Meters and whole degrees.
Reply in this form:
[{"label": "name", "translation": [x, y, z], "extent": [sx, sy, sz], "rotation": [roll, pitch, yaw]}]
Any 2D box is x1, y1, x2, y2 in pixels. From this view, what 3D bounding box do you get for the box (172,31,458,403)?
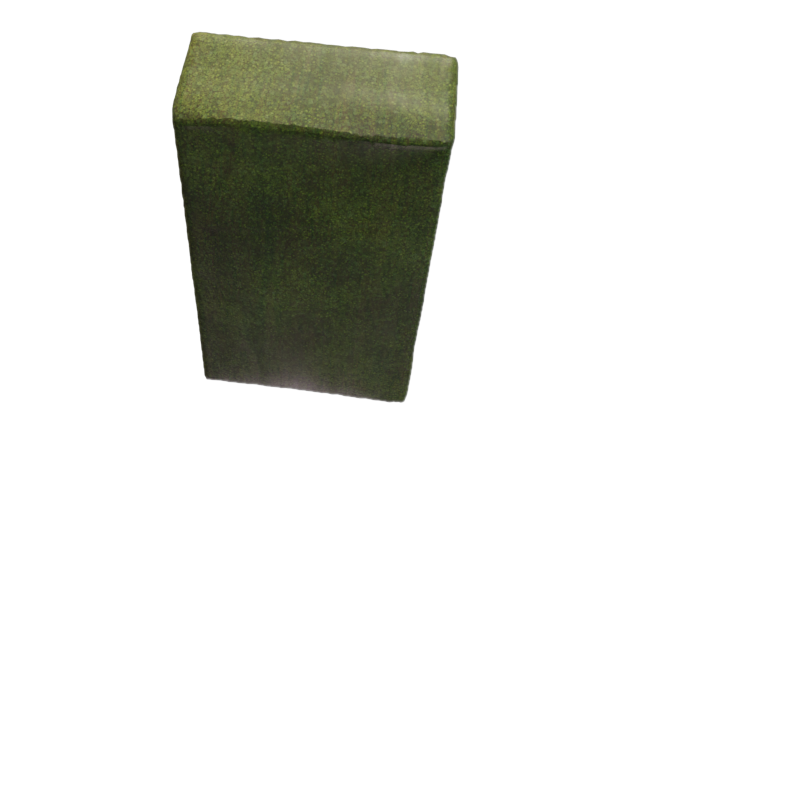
[{"label": "box", "translation": [-0.034, -0.061, 0.429], "extent": [0.094, 0.051, 0.166], "rotation": [7, -28, 0]}]
